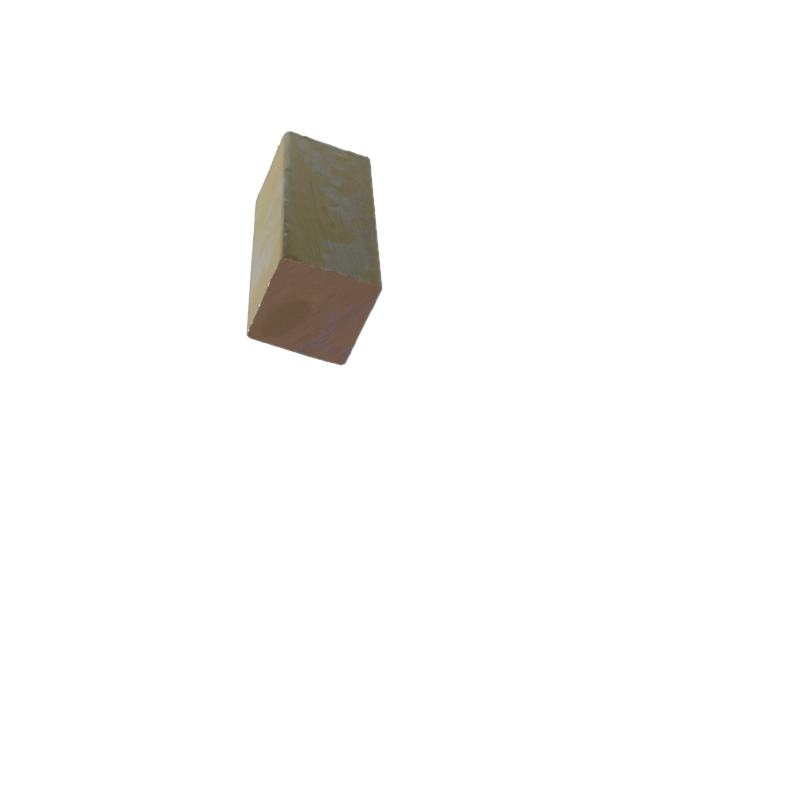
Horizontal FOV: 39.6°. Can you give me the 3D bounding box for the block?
[{"bbox_3d":[-0.078,-0.140,0.983,0.088,0.087,0.221,16,37,-16],"label":"block"}]
